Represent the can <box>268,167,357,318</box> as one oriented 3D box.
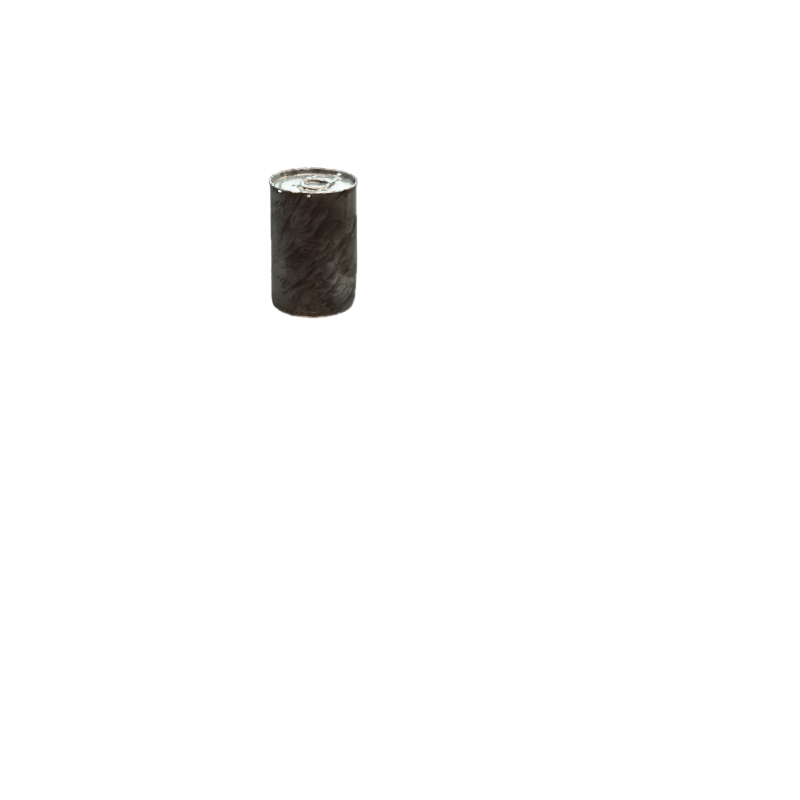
[{"bbox_3d":[-0.068,-0.123,0.863,0.068,0.097,0.072,0,23,-2],"label":"can"}]
